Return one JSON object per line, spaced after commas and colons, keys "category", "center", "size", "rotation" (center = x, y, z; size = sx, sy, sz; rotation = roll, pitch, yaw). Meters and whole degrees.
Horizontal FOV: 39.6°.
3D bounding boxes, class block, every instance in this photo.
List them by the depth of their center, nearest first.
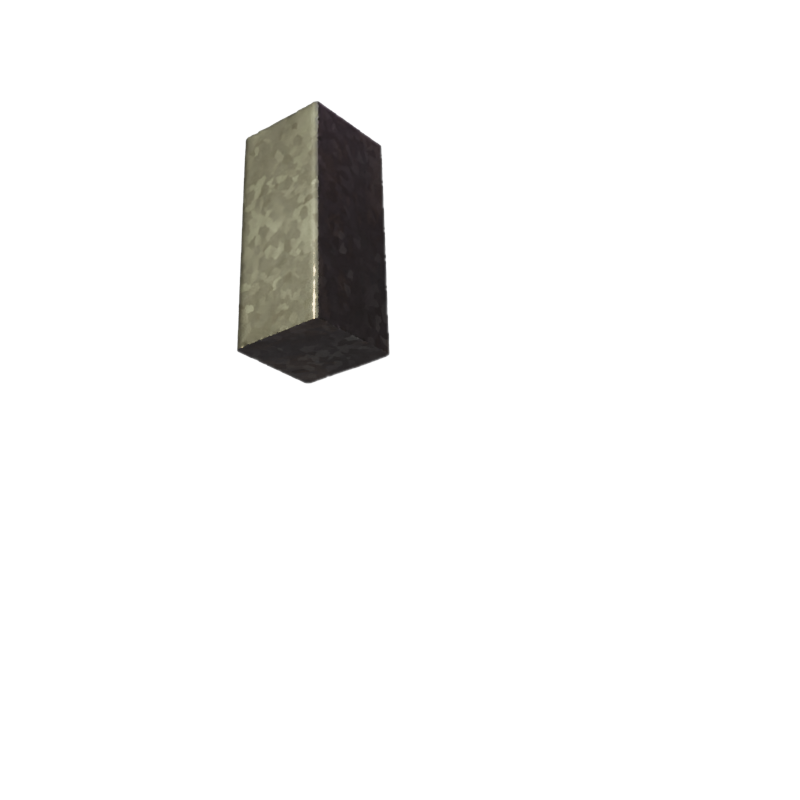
{"category": "block", "center": [-0.073, -0.133, 0.931], "size": [0.091, 0.219, 0.085], "rotation": [-23, -35, 33]}
